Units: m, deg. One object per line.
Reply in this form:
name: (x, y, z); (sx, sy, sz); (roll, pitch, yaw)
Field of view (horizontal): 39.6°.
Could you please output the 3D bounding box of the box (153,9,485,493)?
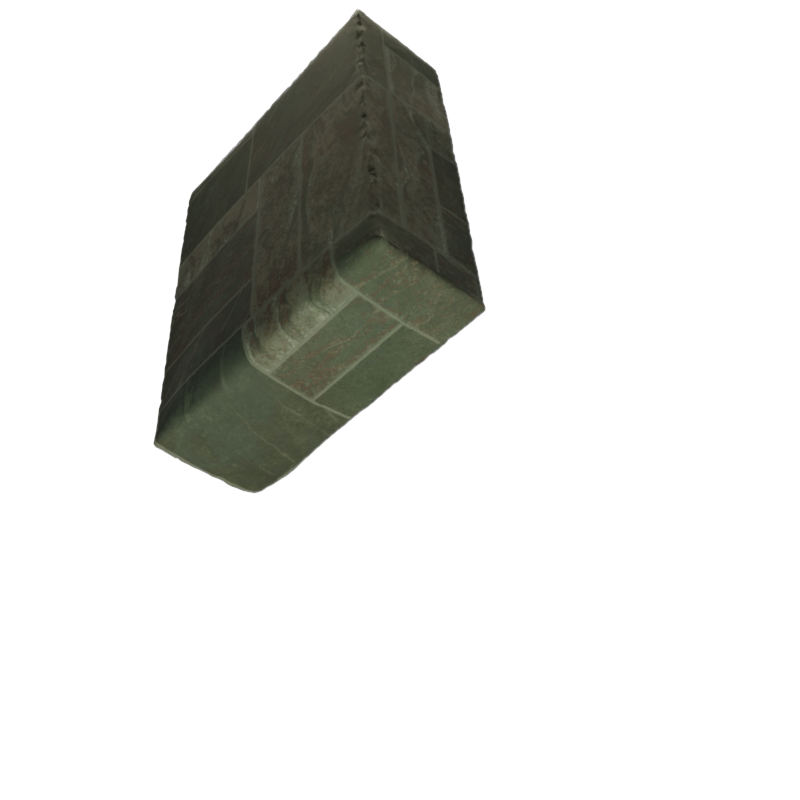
box: (-0.045, -0.083, 0.580); (0.068, 0.229, 0.161); (33, -58, -29)
